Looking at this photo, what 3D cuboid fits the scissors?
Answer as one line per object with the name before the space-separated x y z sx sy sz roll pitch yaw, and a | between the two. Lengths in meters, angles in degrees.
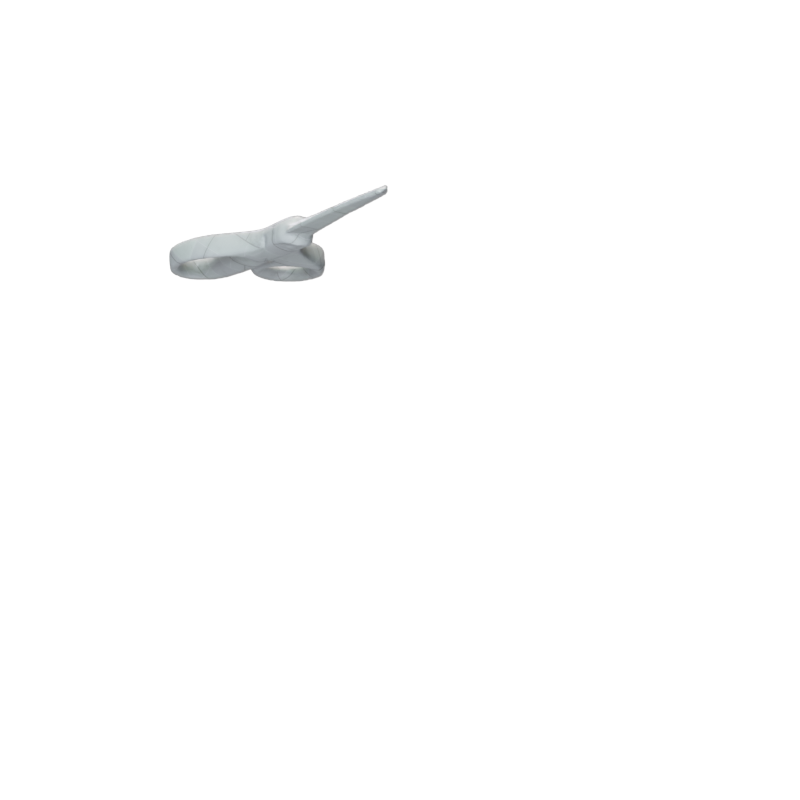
scissors | -0.045 -0.083 0.580 0.092 0.016 0.207 4 -6 -43
